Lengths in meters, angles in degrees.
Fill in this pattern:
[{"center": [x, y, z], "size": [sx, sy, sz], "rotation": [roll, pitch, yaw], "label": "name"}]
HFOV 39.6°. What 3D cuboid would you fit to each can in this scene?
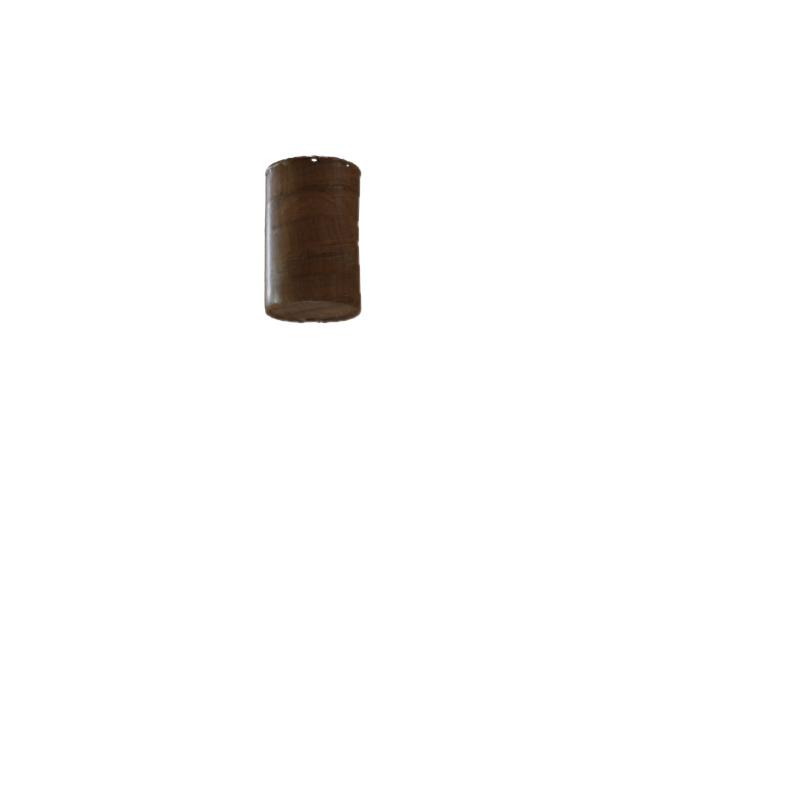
[{"center": [-0.060, -0.109, 0.766], "size": [0.068, 0.106, 0.066], "rotation": [0, -14, -2], "label": "can"}]
